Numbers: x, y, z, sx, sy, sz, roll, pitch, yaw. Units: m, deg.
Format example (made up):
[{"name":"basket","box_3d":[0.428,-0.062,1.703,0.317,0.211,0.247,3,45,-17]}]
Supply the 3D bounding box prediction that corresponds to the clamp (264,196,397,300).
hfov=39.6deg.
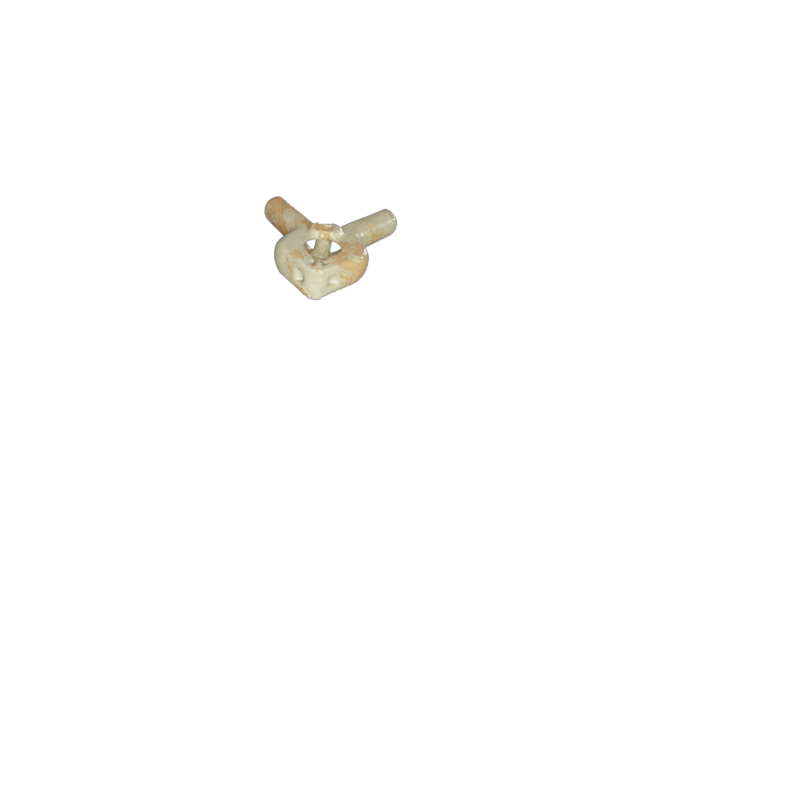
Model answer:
[{"name":"clamp","box_3d":[-0.075,-0.136,0.953,0.122,0.037,0.177,5,26,10]}]
